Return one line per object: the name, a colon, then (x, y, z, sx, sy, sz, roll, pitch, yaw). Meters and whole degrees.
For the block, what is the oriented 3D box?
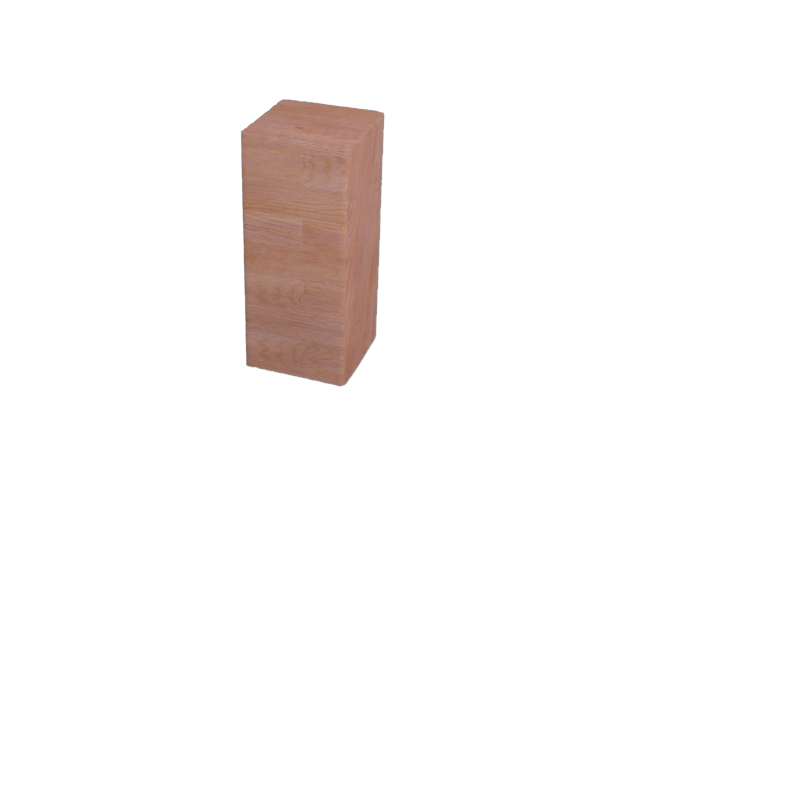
block: (-0.070, -0.129, 0.901, 0.093, 0.195, 0.093, 11, 29, 16)
